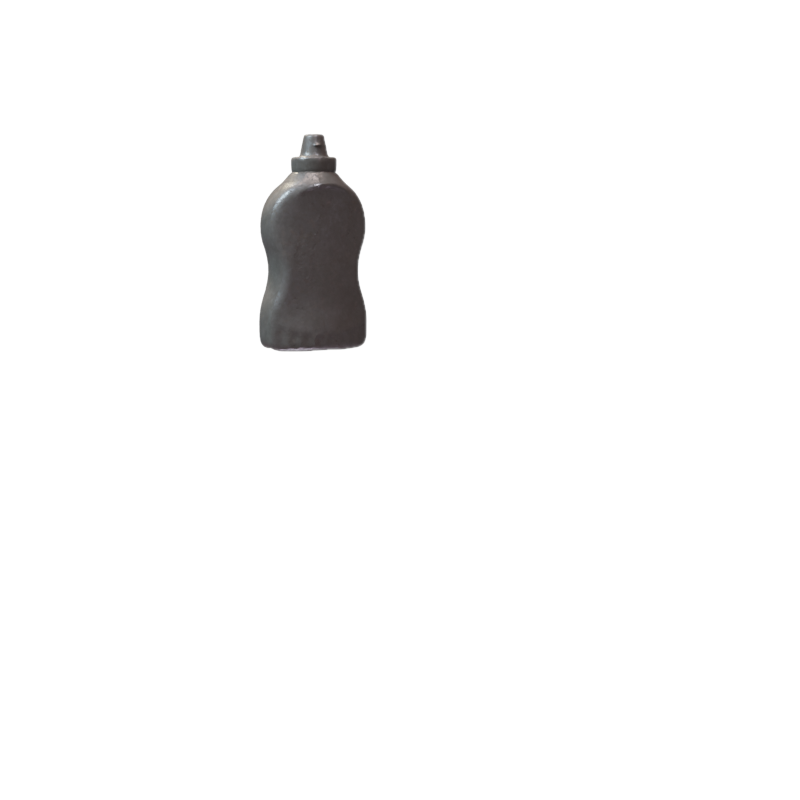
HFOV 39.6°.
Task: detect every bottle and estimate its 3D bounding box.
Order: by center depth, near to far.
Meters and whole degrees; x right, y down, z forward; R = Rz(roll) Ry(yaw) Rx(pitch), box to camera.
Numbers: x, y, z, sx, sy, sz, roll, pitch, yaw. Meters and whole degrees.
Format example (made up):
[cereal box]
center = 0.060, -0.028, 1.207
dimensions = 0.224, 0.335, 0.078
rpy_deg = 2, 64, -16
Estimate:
[bottle]
center = -0.078, -0.142, 0.996
dimensions = 0.093, 0.191, 0.060
rpy_deg = -1, 2, -24
